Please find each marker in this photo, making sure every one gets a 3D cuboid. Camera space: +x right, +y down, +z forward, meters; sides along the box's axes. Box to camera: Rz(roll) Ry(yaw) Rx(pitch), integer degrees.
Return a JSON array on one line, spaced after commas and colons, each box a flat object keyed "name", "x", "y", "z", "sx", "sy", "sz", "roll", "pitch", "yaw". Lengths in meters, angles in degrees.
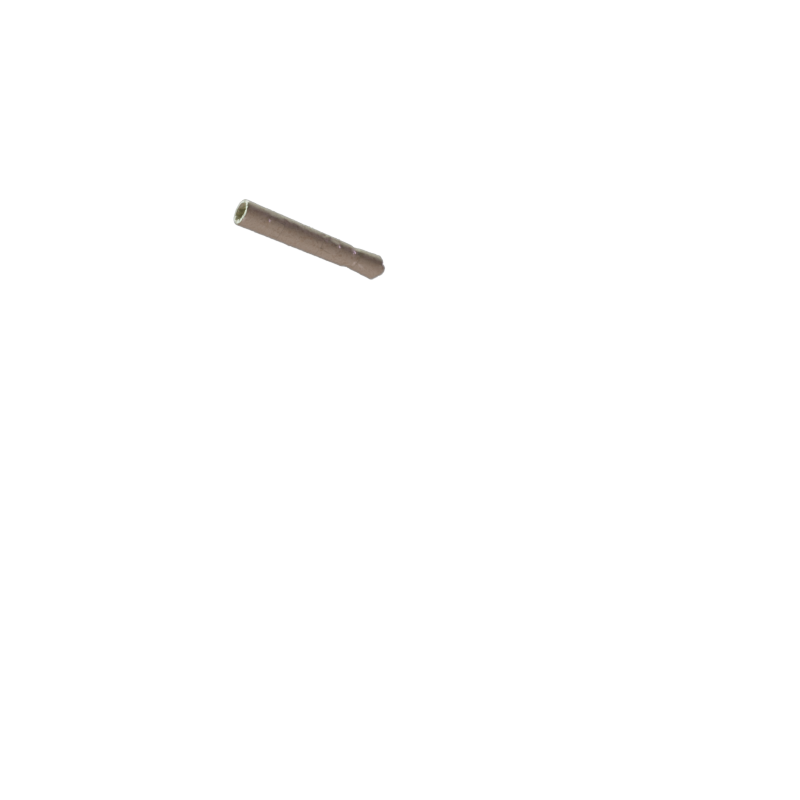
[{"name": "marker", "x": -0.061, "y": -0.111, "z": 0.779, "sx": 0.115, "sy": 0.020, "sz": 0.020, "roll": 19, "pitch": -6, "yaw": -29}]
